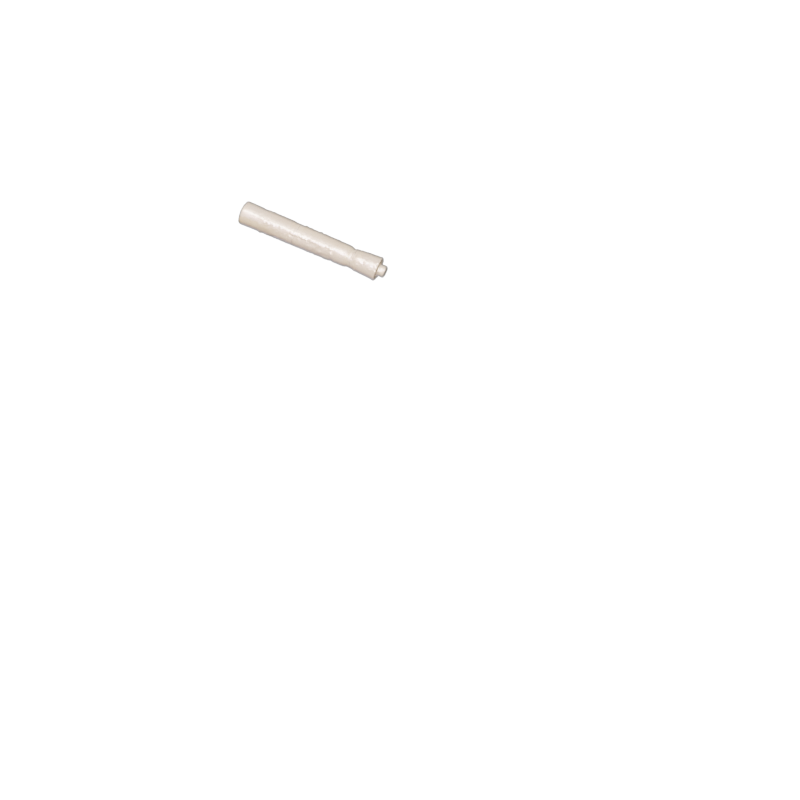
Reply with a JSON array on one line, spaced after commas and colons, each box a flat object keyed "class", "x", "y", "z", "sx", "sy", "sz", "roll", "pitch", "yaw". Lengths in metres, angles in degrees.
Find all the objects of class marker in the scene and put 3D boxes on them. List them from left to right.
[{"class": "marker", "x": -0.066, "y": -0.121, "z": 0.847, "sx": 0.124, "sy": 0.019, "sz": 0.019, "roll": 24, "pitch": 9, "yaw": 13}]
